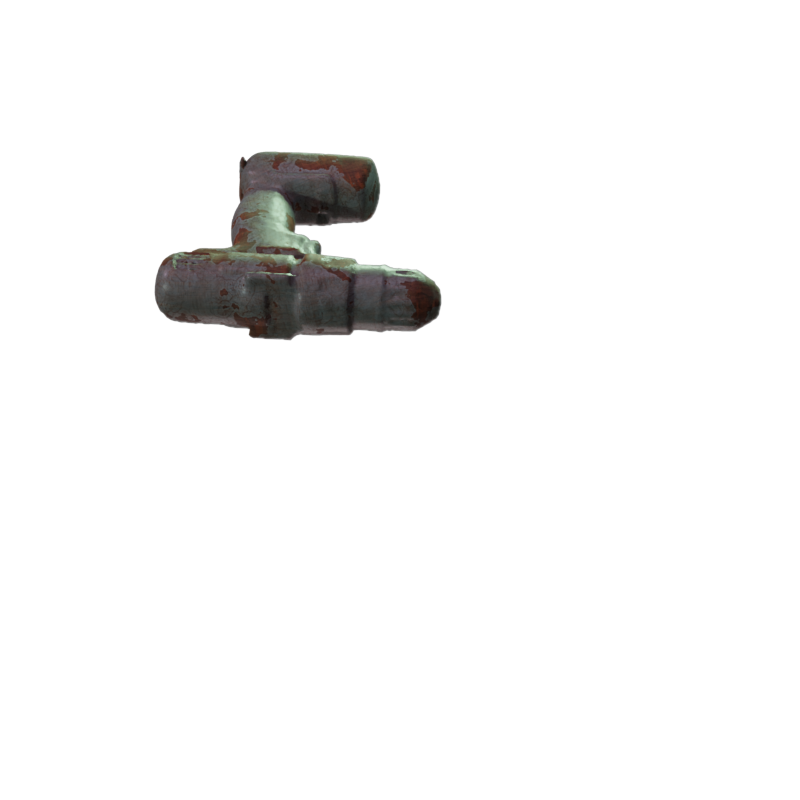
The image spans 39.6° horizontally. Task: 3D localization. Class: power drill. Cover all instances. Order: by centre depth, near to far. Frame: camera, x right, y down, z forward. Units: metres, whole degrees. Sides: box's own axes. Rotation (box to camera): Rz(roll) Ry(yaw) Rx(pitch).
[{"bbox_3d":[-0.060,-0.110,0.769,0.186,0.054,0.198,4,34,6],"label":"power drill"}]
